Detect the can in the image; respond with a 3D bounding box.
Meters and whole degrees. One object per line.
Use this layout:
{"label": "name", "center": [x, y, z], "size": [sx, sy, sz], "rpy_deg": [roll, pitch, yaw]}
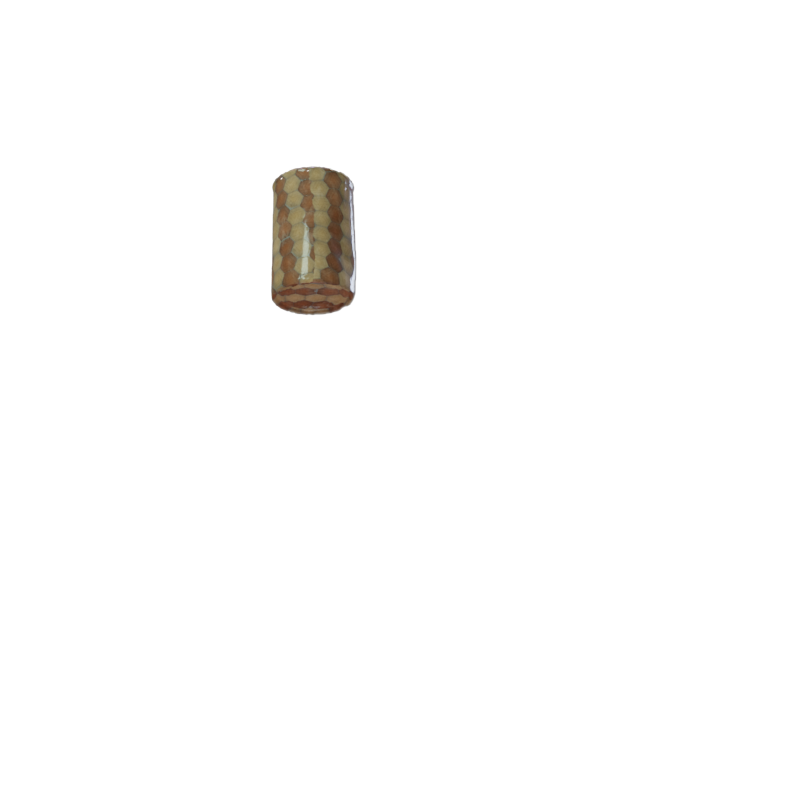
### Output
{"label": "can", "center": [-0.070, -0.128, 0.897], "size": [0.068, 0.108, 0.065], "rpy_deg": [0, -24, -2]}
